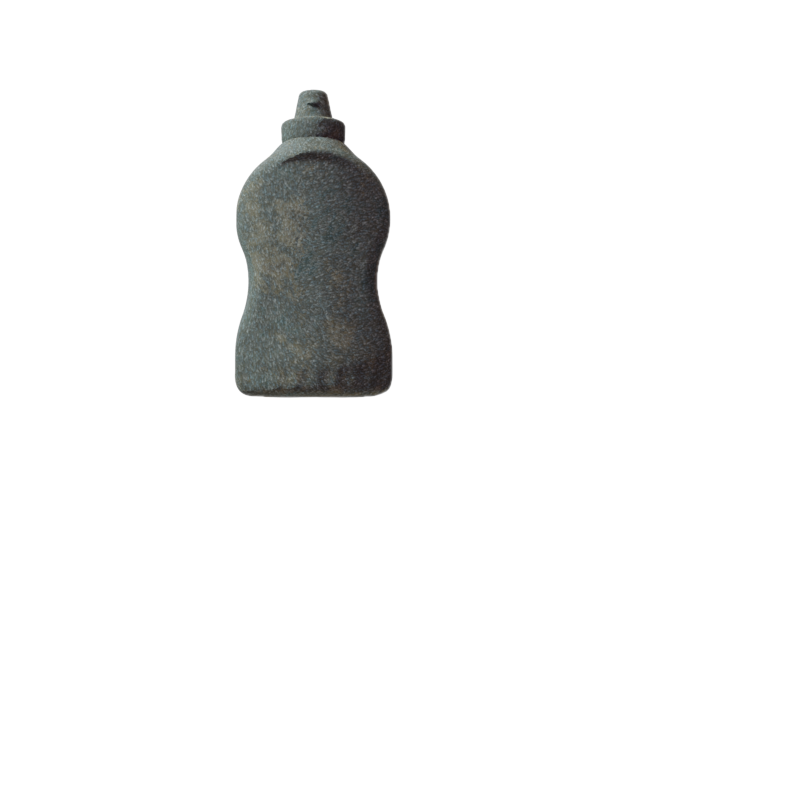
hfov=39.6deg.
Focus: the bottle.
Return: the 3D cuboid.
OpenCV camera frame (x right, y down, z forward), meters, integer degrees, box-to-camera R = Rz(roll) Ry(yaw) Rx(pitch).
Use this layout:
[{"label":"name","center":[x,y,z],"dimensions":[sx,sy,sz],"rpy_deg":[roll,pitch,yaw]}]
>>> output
[{"label":"bottle","center":[-0.054,-0.099,0.691],"dimensions":[0.096,0.196,0.057],"rpy_deg":[0,-9,-2]}]
